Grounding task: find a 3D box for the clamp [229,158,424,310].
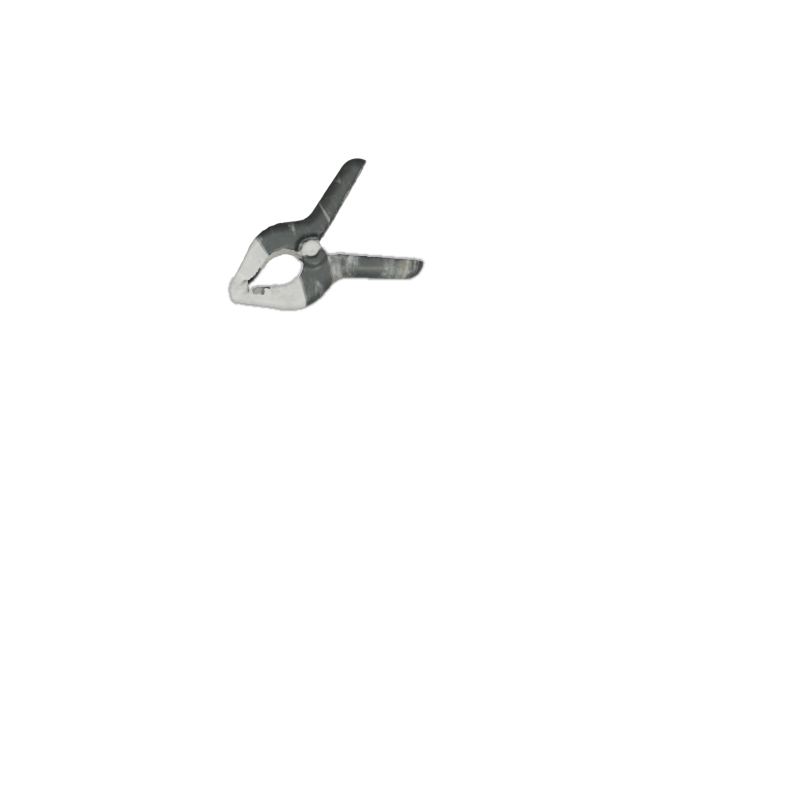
[{"bbox_3d":[-0.077,-0.141,0.987,0.171,0.126,0.037,-19,-17,-7],"label":"clamp"}]
